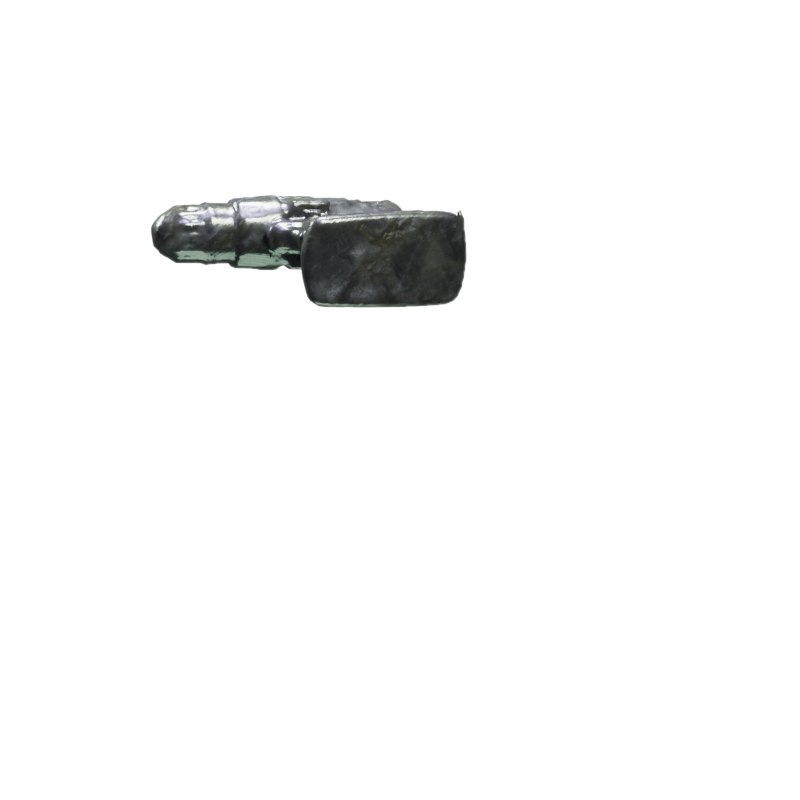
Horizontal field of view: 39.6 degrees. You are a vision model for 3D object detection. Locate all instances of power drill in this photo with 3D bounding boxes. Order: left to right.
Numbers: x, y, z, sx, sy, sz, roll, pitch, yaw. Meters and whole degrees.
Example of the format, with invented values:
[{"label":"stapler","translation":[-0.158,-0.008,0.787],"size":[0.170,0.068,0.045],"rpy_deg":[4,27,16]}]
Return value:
[{"label":"power drill","translation":[-0.056,-0.103,0.719],"size":[0.180,0.056,0.197],"rpy_deg":[-6,17,-21]}]
